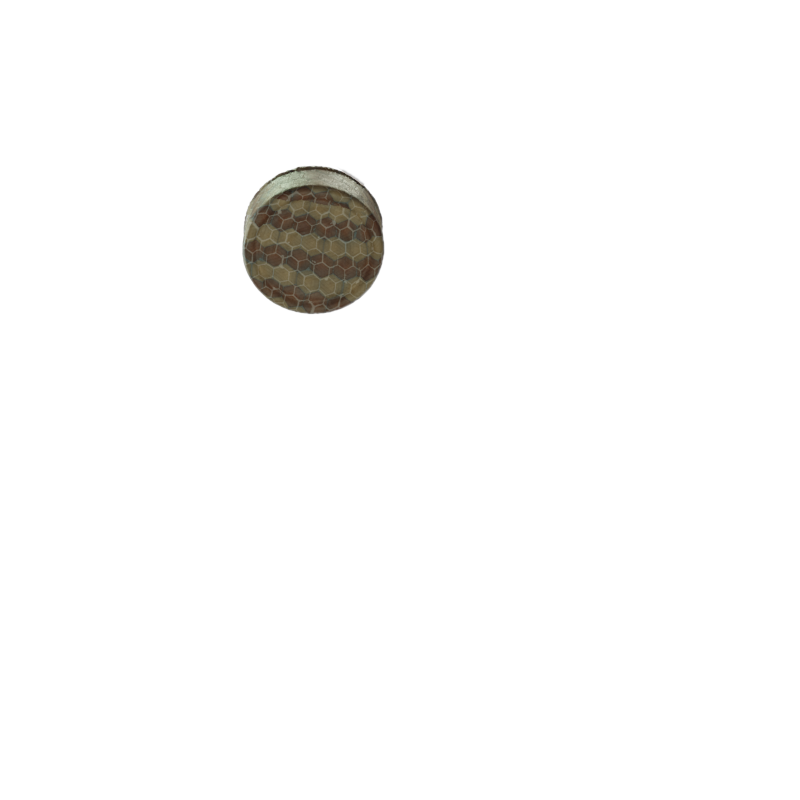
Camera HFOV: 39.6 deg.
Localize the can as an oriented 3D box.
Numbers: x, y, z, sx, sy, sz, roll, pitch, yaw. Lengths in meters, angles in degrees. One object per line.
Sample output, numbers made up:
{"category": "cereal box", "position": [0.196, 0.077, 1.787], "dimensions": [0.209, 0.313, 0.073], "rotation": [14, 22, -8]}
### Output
{"category": "can", "position": [-0.052, -0.095, 0.668], "dimensions": [0.086, 0.081, 0.036], "rotation": [1, 28, -1]}
